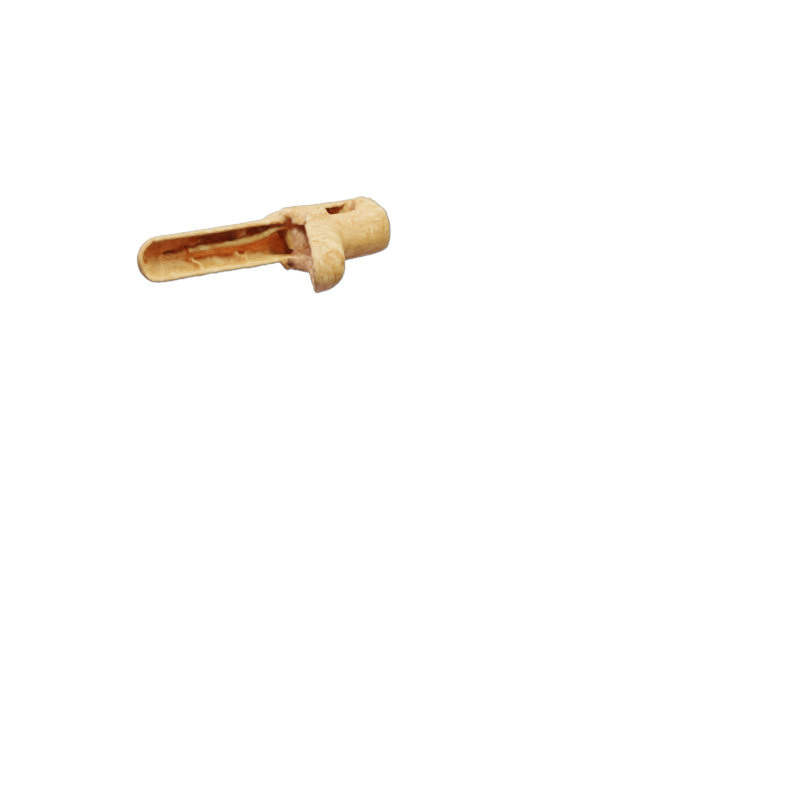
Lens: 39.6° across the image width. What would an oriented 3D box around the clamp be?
[{"bbox_3d":[-0.049,-0.089,0.623,0.126,0.038,0.170,15,26,32],"label":"clamp"}]
